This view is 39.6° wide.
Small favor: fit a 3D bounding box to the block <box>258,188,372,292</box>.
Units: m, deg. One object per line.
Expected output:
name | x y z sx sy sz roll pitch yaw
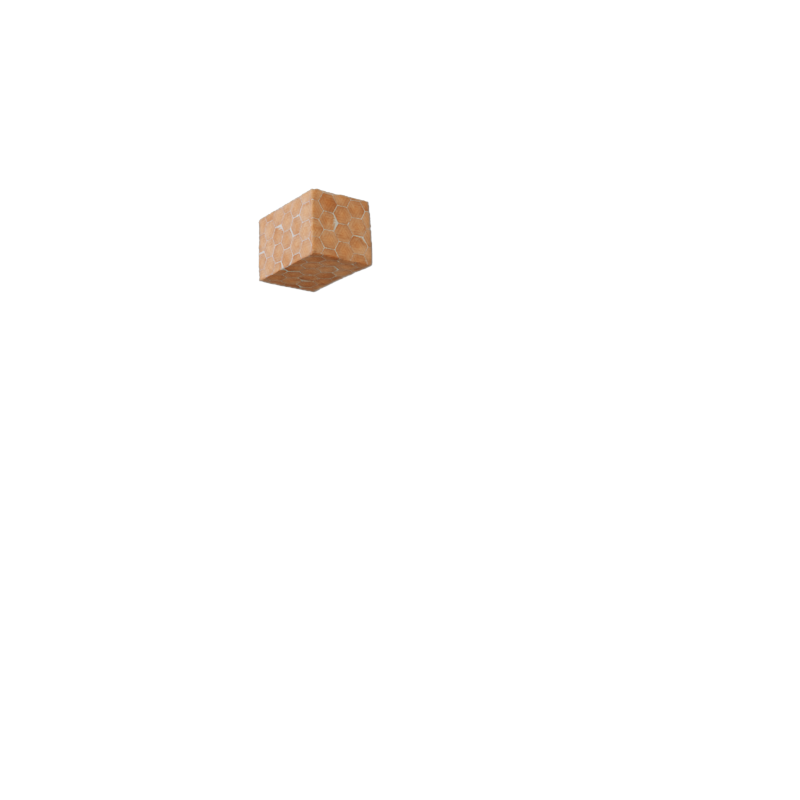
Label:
block | -0.064 -0.117 0.821 0.050 0.053 0.079 11 -18 -35
